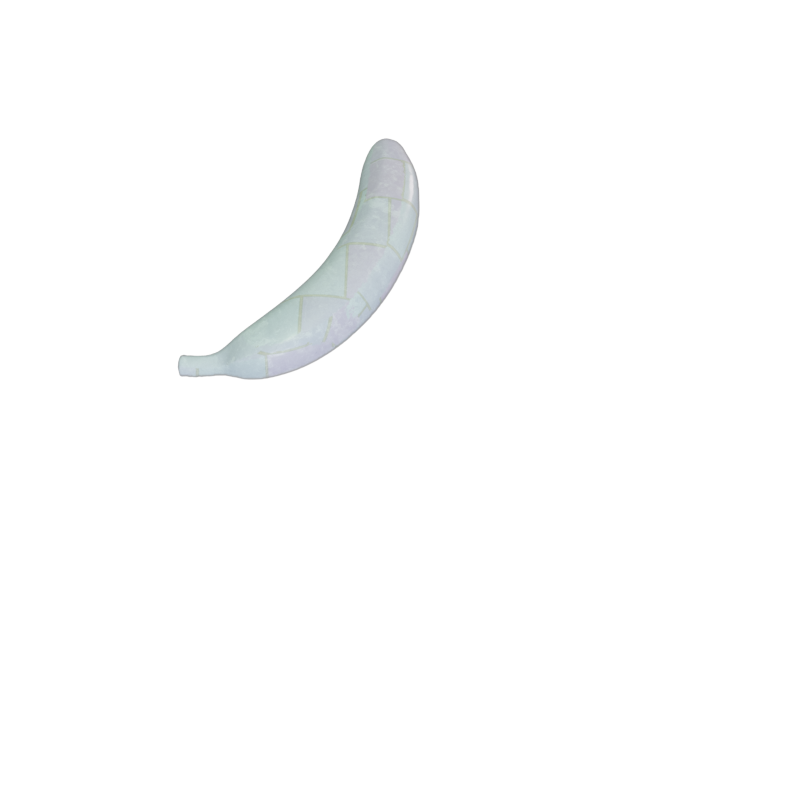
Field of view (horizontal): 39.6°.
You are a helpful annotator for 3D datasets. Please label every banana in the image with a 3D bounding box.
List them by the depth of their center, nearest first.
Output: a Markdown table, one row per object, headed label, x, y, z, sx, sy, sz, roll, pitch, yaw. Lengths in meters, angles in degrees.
| label | x | y | z | sx | sy | sz | roll | pitch | yaw |
| --- | --- | --- | --- | --- | --- | --- | --- | --- | --- |
| banana | -0.033 | -0.074 | 0.591 | 0.073 | 0.203 | 0.034 | 26 | -34 | 19 |
